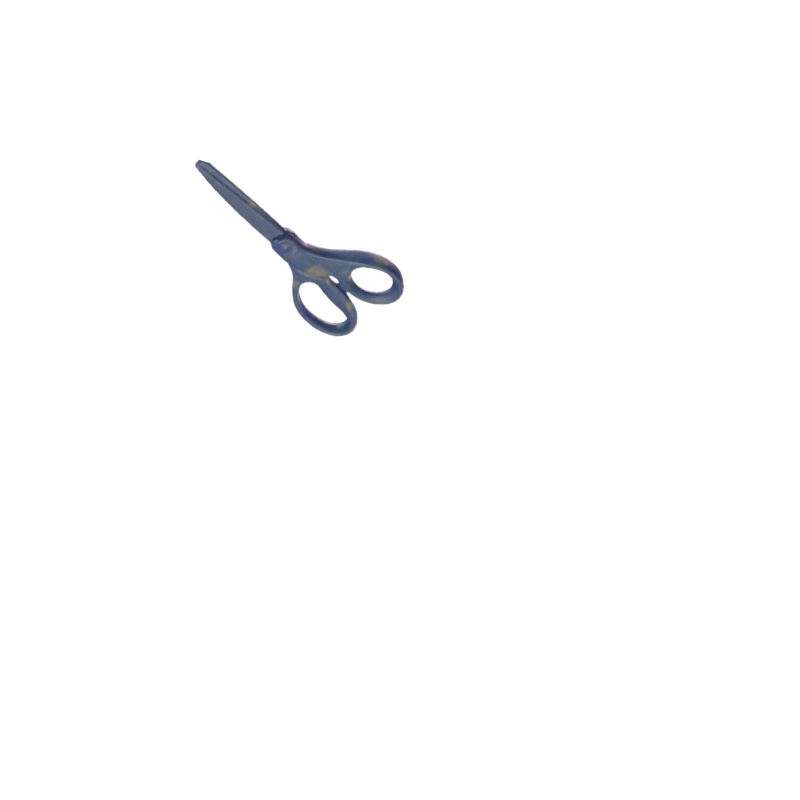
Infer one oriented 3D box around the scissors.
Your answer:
[{"bbox_3d":[-0.064,-0.116,0.813,0.097,0.017,0.186,-14,-43,15],"label":"scissors"}]
